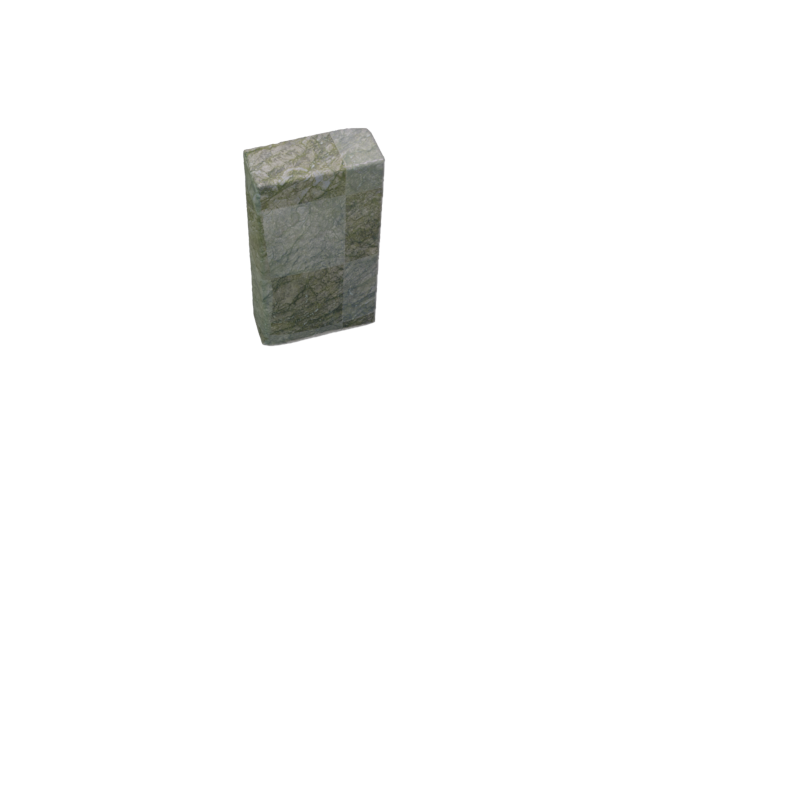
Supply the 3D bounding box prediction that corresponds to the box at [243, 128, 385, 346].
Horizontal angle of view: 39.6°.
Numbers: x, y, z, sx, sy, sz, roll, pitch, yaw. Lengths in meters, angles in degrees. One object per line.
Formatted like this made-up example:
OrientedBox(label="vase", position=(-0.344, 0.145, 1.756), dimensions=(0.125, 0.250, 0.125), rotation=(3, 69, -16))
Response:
OrientedBox(label="box", position=(-0.064, -0.116, 0.813), dimensions=(0.092, 0.052, 0.164), rotation=(-13, -39, -14))
